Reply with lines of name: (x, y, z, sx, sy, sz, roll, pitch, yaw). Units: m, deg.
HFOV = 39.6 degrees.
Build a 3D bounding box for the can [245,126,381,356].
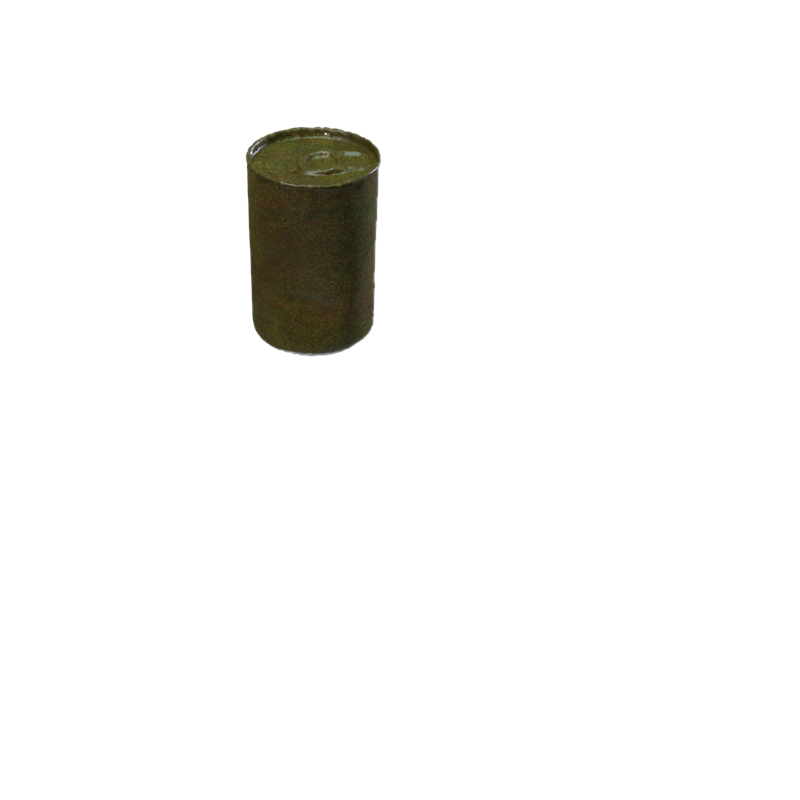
can: (-0.046, -0.083, 0.582, 0.068, 0.096, 0.073, 0, 34, -3)
